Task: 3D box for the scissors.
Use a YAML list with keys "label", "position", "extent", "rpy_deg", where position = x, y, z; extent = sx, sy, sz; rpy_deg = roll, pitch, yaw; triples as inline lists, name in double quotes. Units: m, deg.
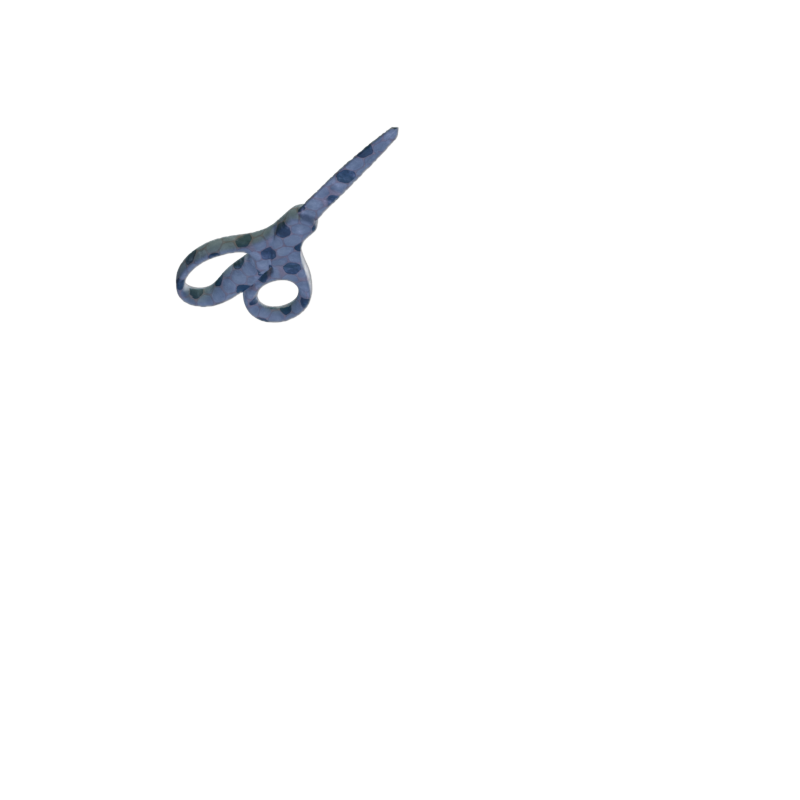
- label: "scissors"
  position: [-0.053, -0.098, 0.683]
  extent: [0.202, 0.017, 0.090]
  rpy_deg: [-23, -39, 32]
